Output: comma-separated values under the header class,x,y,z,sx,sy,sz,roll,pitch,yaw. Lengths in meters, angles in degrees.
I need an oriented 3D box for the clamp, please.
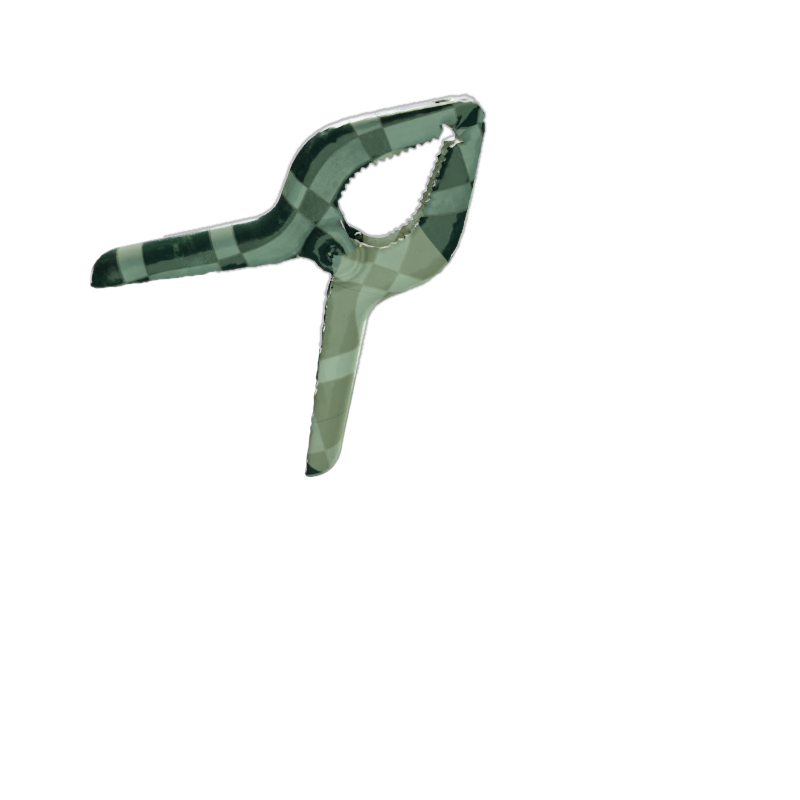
class,x,y,z,sx,sy,sz,roll,pitch,yaw
clamp,-0.044,-0.080,0.562,0.161,0.207,0.038,37,13,-10
